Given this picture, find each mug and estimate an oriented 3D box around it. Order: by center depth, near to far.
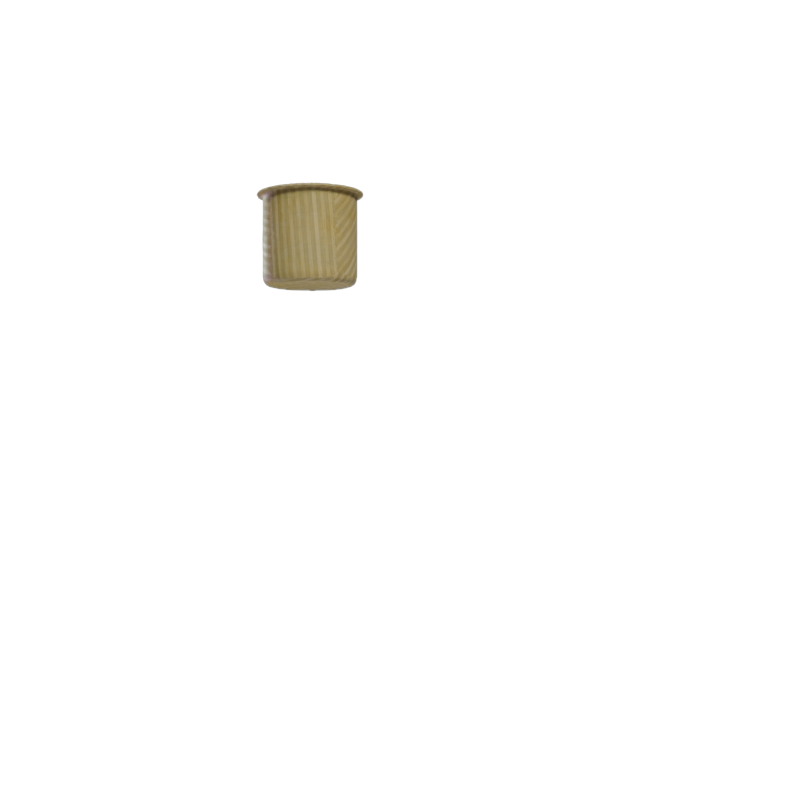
[{"bbox_3d":[-0.076,-0.139,0.972,0.095,0.083,0.114,-1,-4,11],"label":"mug"}]
